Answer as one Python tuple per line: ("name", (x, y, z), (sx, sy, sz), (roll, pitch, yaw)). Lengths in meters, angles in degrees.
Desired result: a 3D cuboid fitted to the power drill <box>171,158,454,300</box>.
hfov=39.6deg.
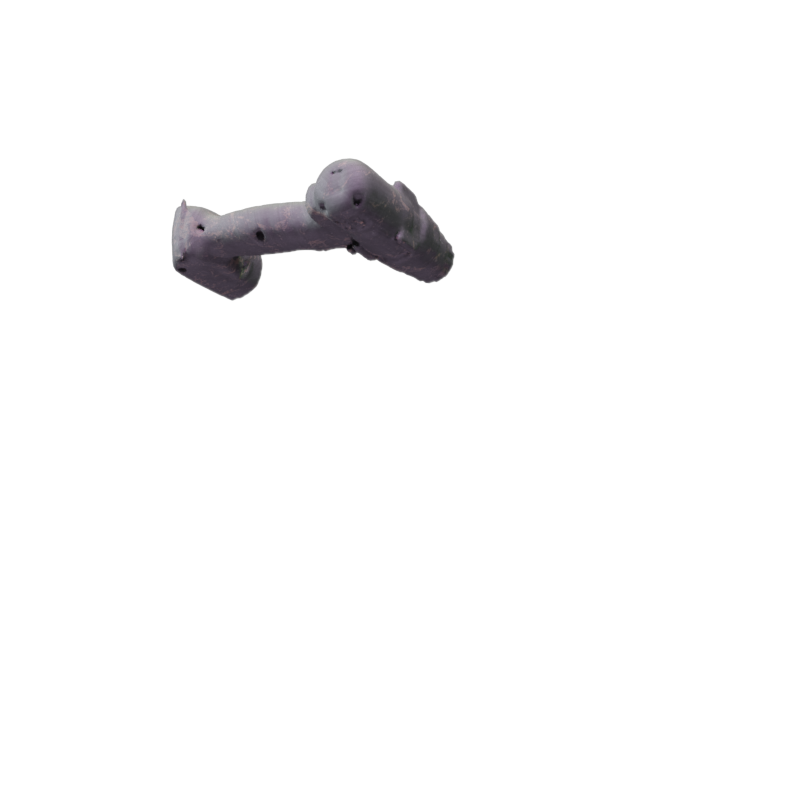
("power drill", (-0.067, -0.123, 0.862), (0.191, 0.060, 0.172), (-8, -19, 25))
